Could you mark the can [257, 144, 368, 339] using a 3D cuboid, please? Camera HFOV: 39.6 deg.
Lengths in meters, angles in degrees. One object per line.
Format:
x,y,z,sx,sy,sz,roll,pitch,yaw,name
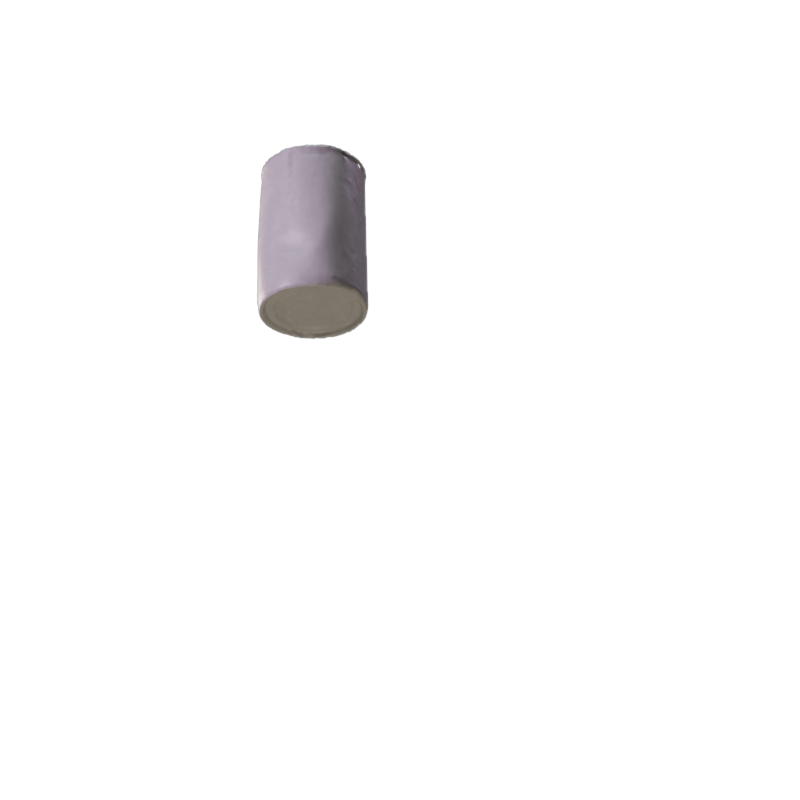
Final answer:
-0.054,-0.098,0.686,0.068,0.109,0.064,0,-30,-2,can
